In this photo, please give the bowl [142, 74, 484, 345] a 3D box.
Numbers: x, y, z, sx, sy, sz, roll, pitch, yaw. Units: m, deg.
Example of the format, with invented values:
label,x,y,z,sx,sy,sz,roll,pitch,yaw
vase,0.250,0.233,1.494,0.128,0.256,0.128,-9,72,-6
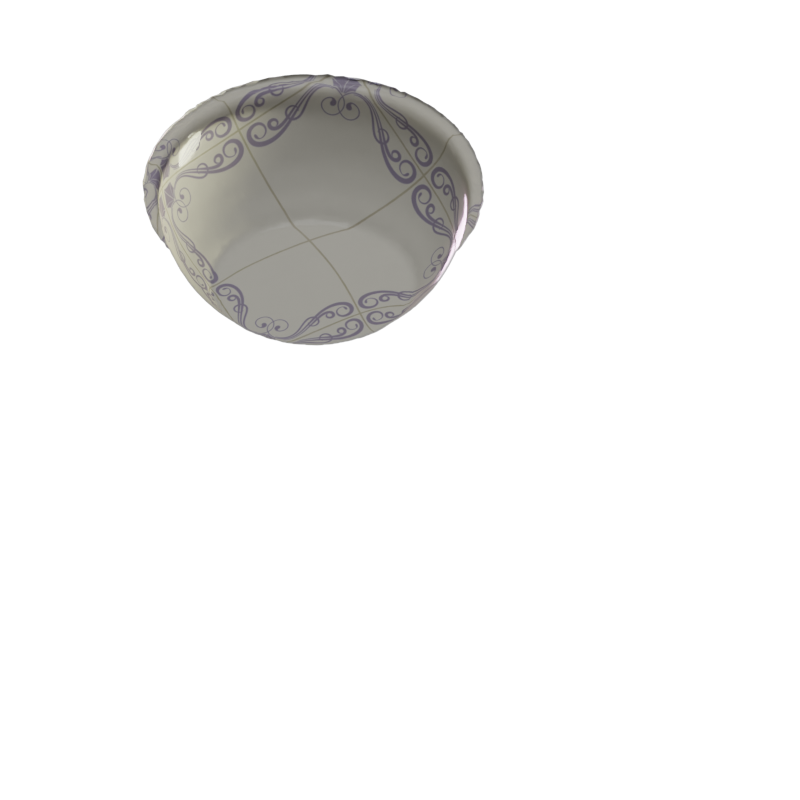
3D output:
label,x,y,z,sx,sy,sz,roll,pitch,yaw
bowl,-0.040,-0.073,0.512,0.162,0.059,0.151,1,-35,-2
